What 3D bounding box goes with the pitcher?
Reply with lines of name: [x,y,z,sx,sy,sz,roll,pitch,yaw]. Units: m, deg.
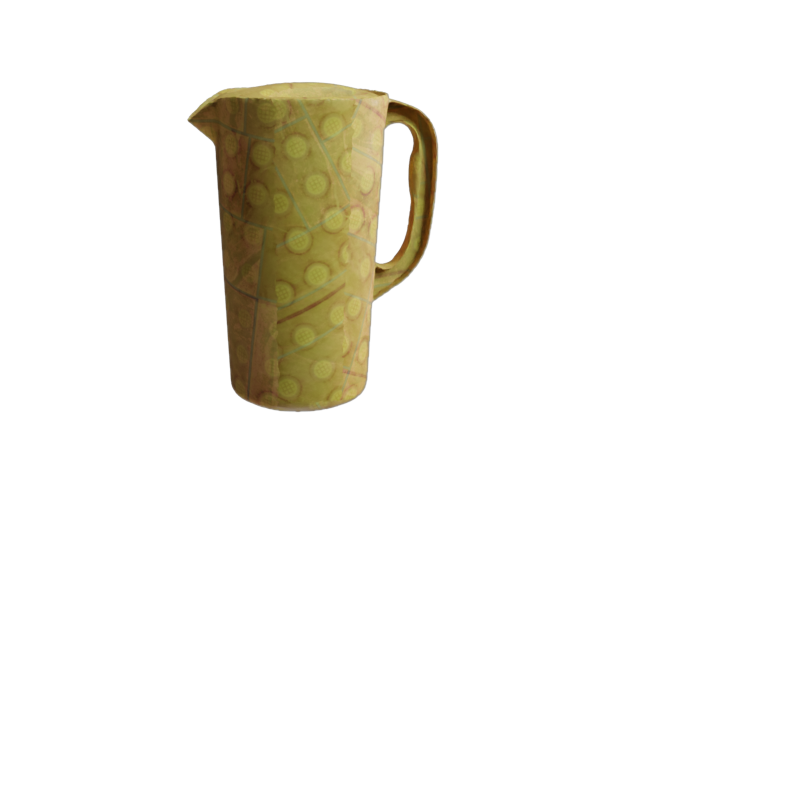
pitcher: [-0.067,-0.122,0.852,0.156,0.236,0.143,10,17,32]
